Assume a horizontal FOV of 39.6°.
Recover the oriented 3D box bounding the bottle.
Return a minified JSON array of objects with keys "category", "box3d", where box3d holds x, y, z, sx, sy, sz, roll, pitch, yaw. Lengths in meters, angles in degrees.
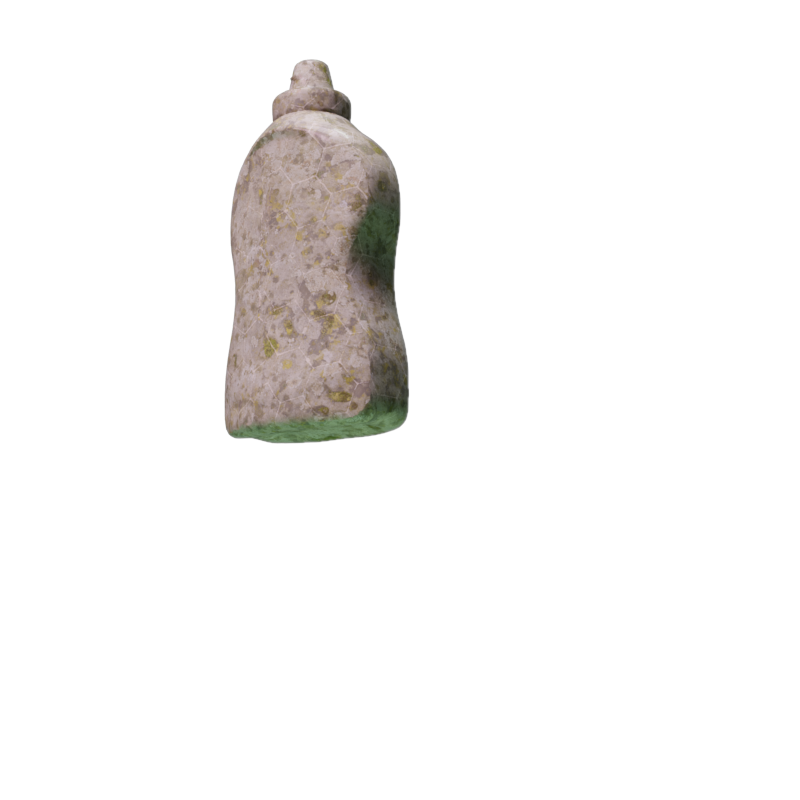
[{"category":"bottle","box3d":[-0.043,-0.079,0.551,0.098,0.199,0.055,-14,-20,40]}]
